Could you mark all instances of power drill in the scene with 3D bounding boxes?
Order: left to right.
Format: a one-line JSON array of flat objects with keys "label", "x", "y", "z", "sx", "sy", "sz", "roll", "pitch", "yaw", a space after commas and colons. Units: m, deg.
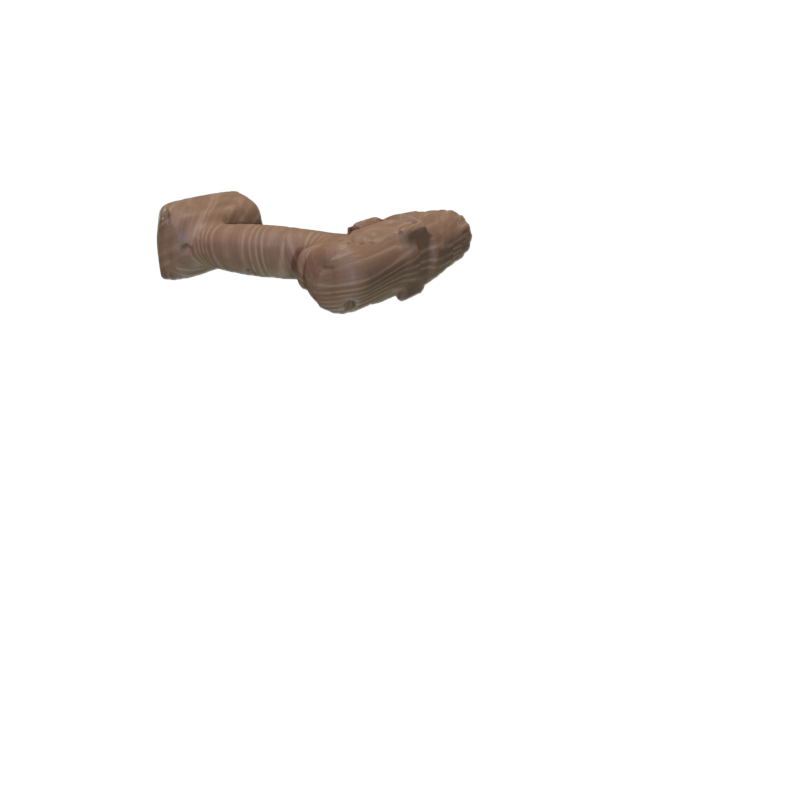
[{"label": "power drill", "x": -0.061, "y": -0.111, "z": 0.779, "sx": 0.195, "sy": 0.056, "sz": 0.183, "roll": 9, "pitch": 19, "yaw": 28}]
